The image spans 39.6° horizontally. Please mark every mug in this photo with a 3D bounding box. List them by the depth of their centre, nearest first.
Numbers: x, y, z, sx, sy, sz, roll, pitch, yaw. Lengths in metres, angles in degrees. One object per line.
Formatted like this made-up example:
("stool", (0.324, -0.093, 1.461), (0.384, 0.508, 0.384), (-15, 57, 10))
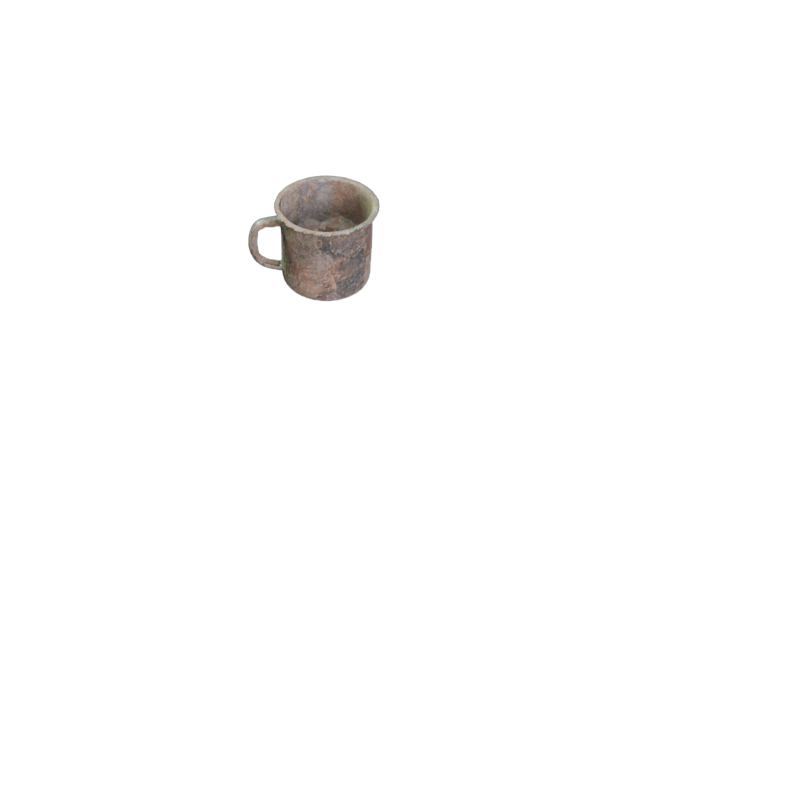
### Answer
("mug", (-0.078, -0.142, 0.997), (0.116, 0.076, 0.101), (-6, 41, -8))
